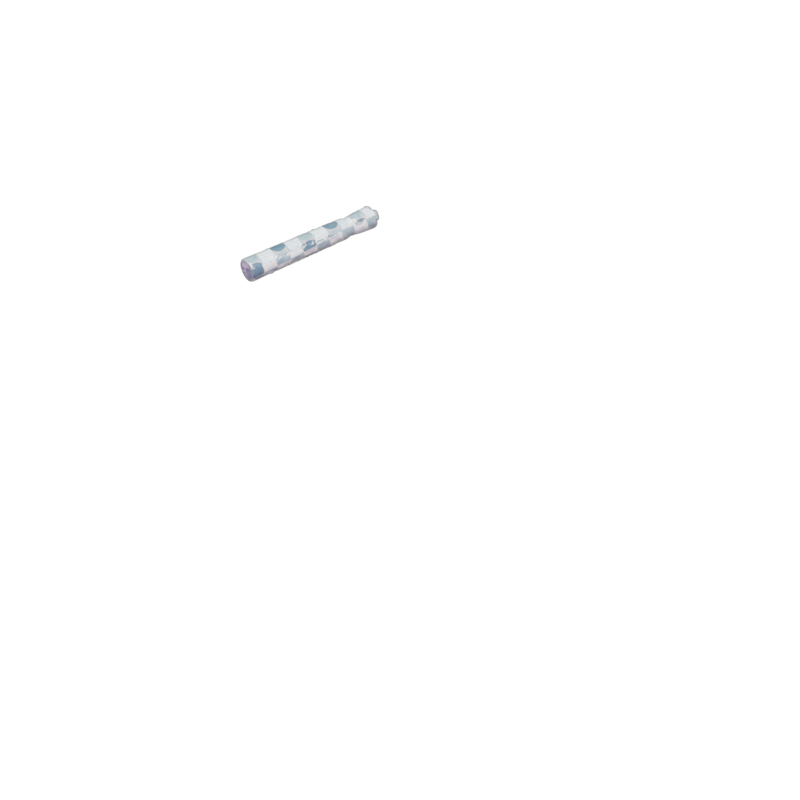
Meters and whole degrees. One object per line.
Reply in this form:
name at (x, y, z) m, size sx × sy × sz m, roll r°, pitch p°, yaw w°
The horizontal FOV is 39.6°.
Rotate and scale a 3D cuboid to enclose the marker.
marker at (-0.067, -0.122, 0.852) m, size 0.120 × 0.019 × 0.020 m, roll -28°, pitch 17°, yaw -26°
